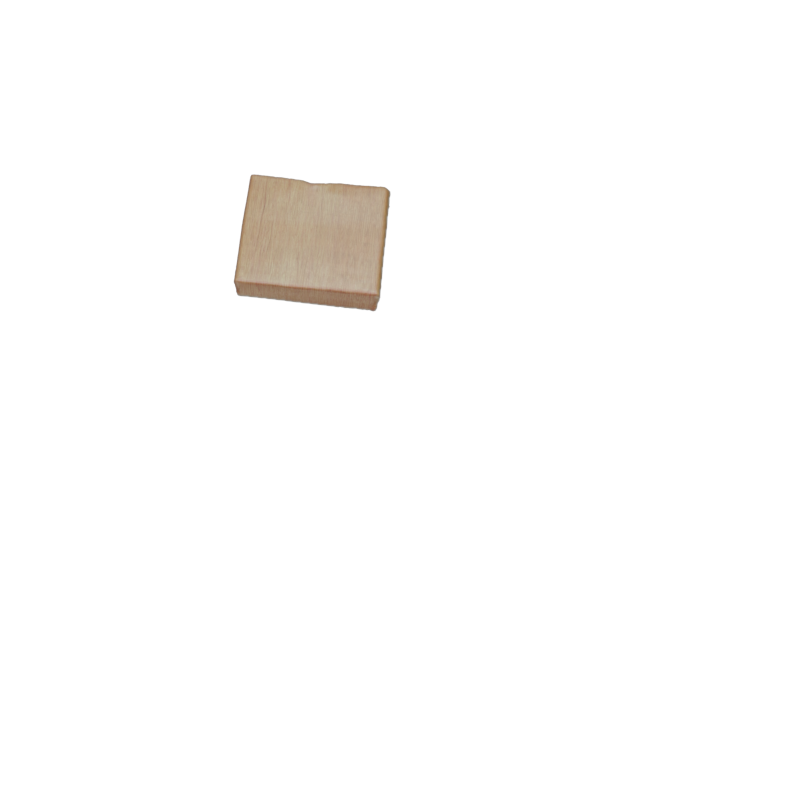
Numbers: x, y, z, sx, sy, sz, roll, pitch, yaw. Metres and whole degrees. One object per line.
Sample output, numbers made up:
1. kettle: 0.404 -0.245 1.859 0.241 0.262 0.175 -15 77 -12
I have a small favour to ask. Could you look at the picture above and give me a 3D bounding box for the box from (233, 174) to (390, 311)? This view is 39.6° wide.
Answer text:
1. box: -0.053 -0.098 0.684 0.089 0.077 0.029 6 -22 2
